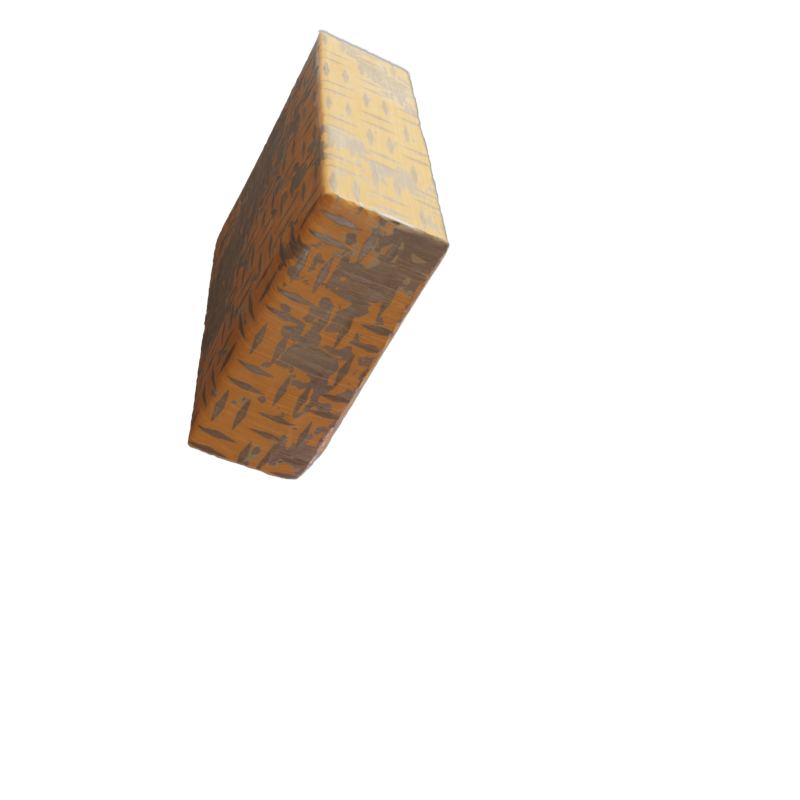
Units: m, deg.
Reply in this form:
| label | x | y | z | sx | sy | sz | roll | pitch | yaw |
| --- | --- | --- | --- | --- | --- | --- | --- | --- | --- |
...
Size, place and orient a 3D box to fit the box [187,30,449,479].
| label | x | y | z | sx | sy | sz | roll | pitch | yaw |
| --- | --- | --- | --- | --- | --- | --- | --- | --- | --- |
| box | -0.048 | -0.088 | 0.619 | 0.069 | 0.159 | 0.228 | 22 | 30 | -19 |
